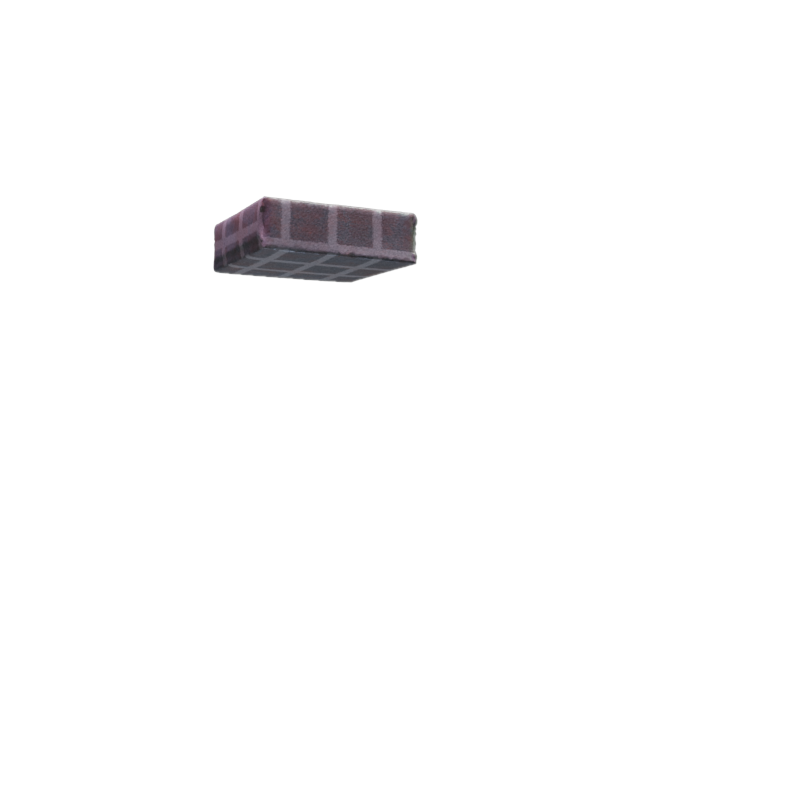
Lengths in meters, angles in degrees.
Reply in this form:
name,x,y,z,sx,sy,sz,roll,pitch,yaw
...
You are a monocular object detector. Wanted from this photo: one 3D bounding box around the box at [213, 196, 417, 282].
name,x,y,z,sx,sy,sz,roll,pitch,yaw
box,-0.046,-0.084,0.591,0.086,0.031,0.074,2,-5,-26
